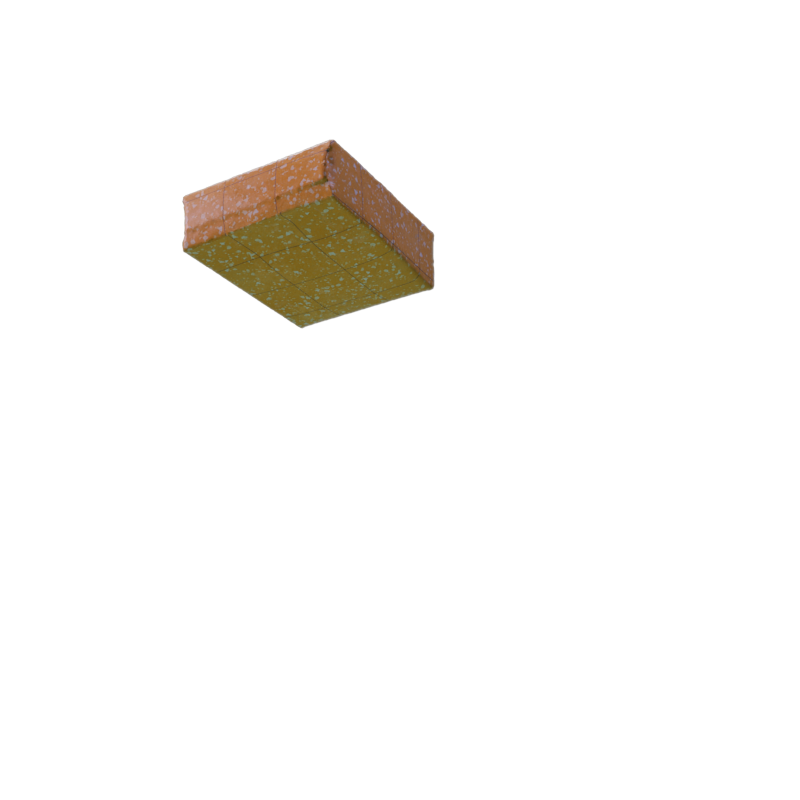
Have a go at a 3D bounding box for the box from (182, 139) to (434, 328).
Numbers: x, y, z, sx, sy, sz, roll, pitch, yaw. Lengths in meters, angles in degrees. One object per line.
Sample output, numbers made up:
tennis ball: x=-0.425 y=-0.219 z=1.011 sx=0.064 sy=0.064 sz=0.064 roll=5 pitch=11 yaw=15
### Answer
box: x=-0.045 y=-0.082 z=0.576 sx=0.091 sy=0.041 sz=0.105 roll=-14 pitch=-29 yaw=26
